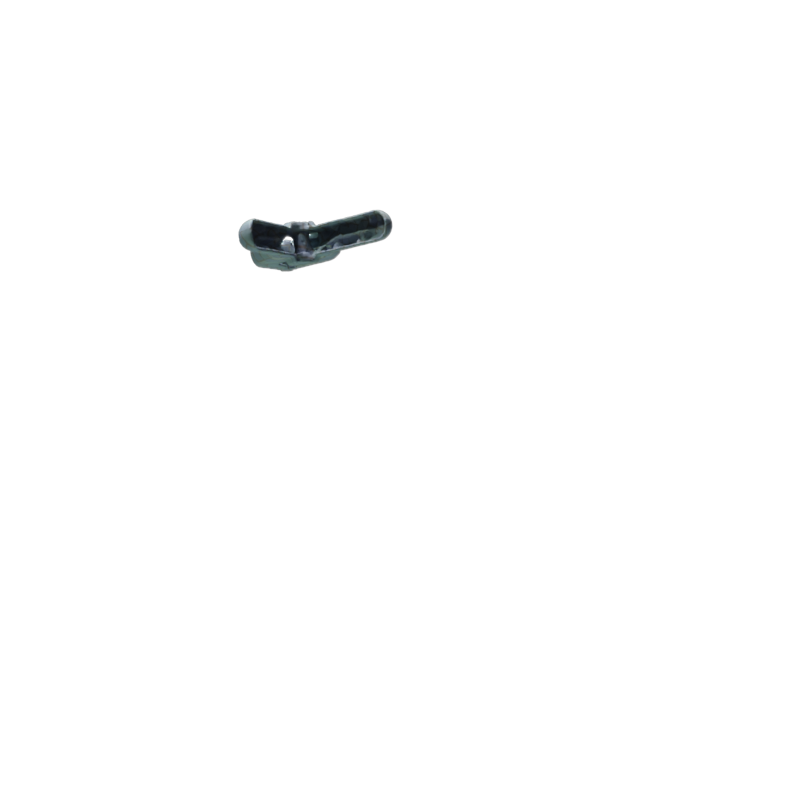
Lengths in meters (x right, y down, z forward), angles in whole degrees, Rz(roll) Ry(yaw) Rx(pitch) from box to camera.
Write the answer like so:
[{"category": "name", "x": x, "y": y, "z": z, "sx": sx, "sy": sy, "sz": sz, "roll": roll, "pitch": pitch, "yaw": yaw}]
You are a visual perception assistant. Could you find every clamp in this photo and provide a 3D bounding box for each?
[{"category": "clamp", "x": -0.072, "y": -0.132, "z": 0.926, "sx": 0.119, "sy": 0.039, "sz": 0.172, "roll": 0, "pitch": 2, "yaw": -5}]
